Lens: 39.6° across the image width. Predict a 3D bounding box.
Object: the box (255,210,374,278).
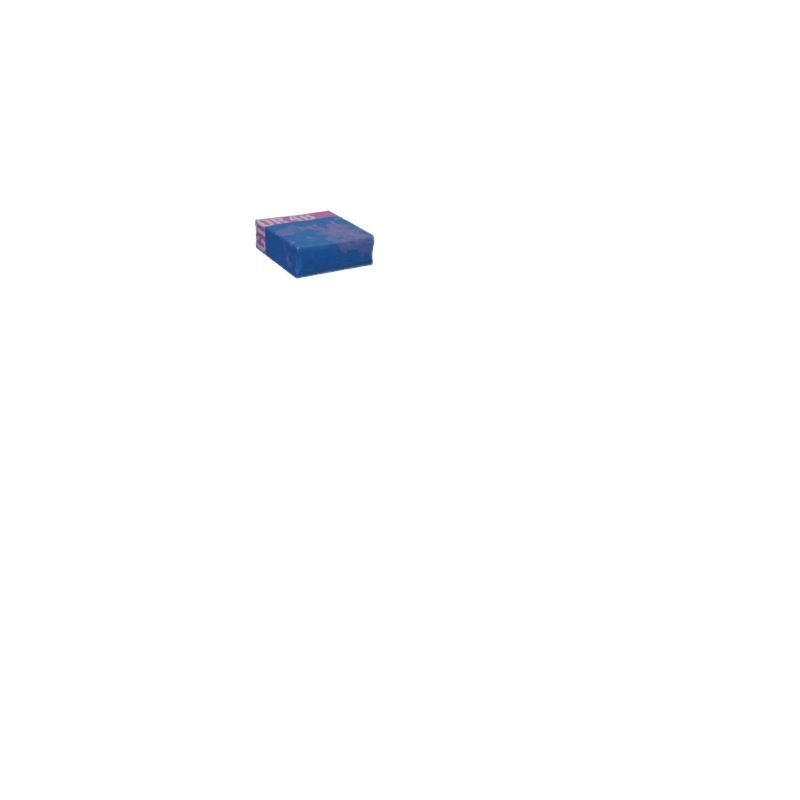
[{"bbox_3d":[-0.074,-0.136,0.950,0.072,0.029,0.095,-12,27,-25],"label":"box"}]
